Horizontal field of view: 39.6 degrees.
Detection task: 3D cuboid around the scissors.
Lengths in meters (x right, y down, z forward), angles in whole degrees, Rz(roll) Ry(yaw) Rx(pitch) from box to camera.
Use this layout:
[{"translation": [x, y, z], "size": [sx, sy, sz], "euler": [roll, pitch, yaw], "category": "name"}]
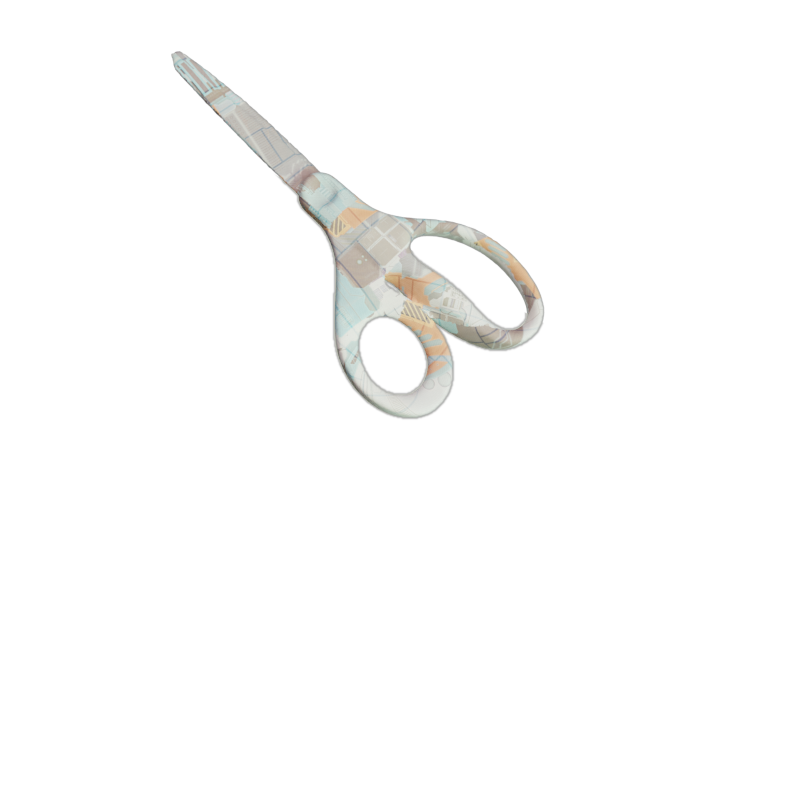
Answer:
[{"translation": [-0.037, -0.068, 0.476], "size": [0.206, 0.098, 0.015], "euler": [29, -15, 9], "category": "scissors"}]
